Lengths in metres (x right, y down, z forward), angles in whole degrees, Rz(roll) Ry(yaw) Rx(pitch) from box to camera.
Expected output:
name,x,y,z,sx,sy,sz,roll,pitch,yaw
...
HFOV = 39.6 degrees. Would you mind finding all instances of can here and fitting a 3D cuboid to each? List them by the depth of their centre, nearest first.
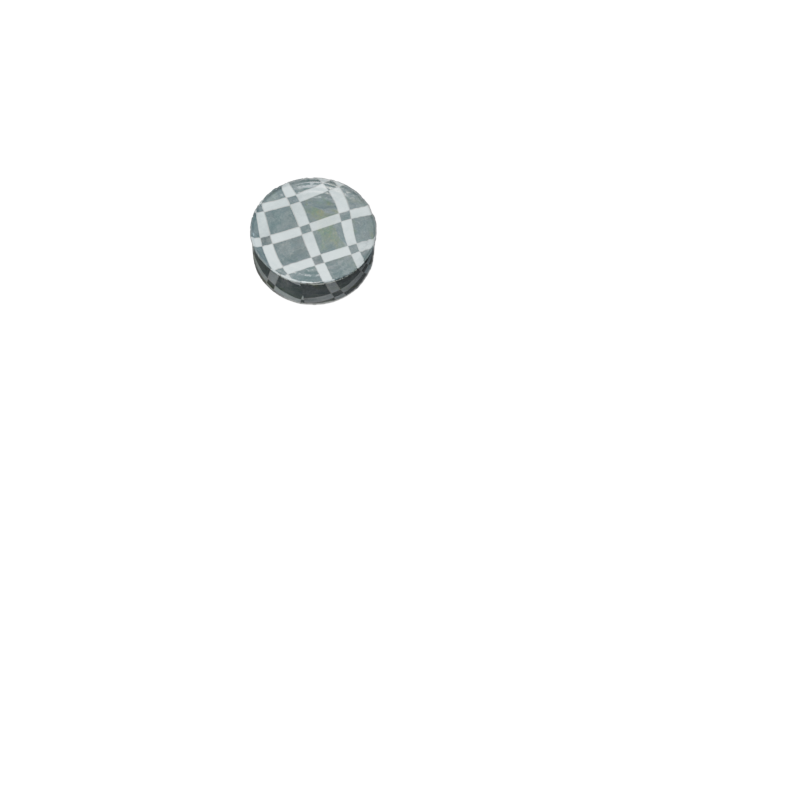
name,x,y,z,sx,sy,sz,roll,pitch,yaw
can,-0.060,-0.109,0.762,0.086,0.092,0.031,-1,-30,-1
